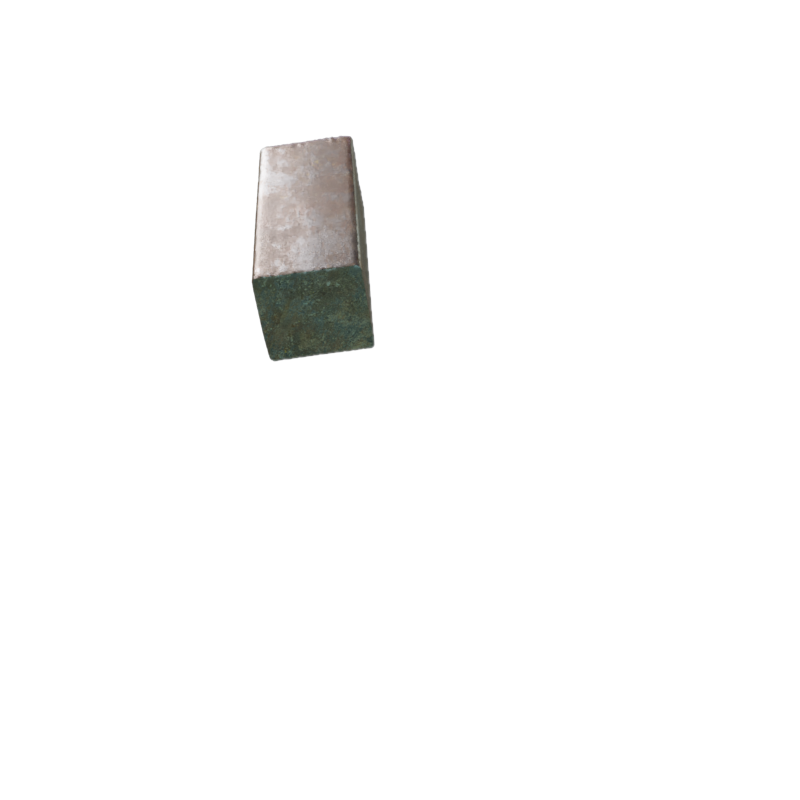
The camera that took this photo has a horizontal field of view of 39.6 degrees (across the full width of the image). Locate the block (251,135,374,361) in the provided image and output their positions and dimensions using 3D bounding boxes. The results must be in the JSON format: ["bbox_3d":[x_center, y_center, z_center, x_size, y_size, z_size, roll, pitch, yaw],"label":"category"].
[{"bbox_3d":[-0.077,-0.141,0.981,0.091,0.084,0.221,-8,40,3],"label":"block"}]
